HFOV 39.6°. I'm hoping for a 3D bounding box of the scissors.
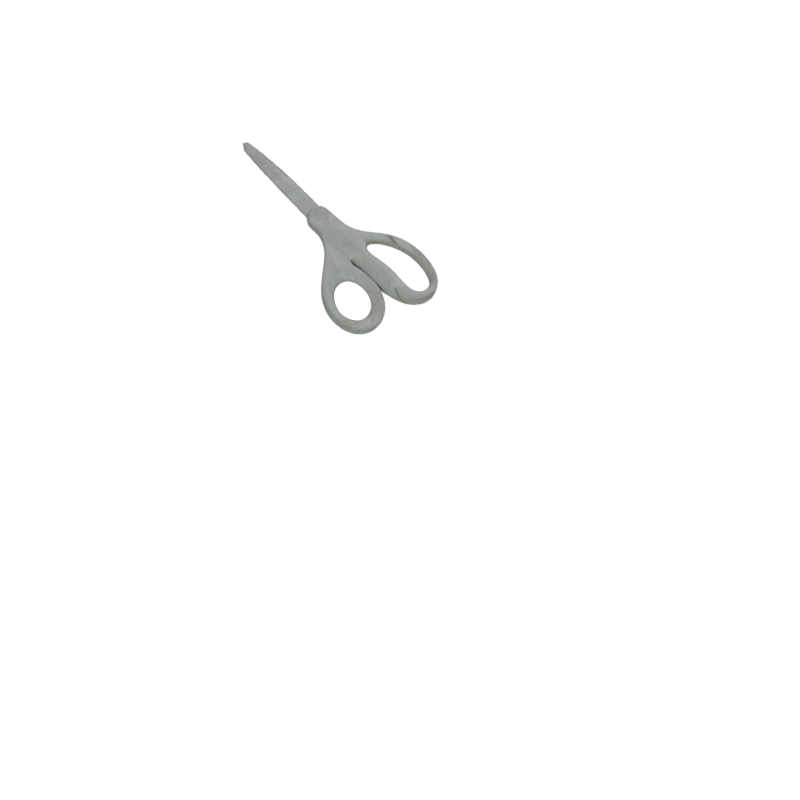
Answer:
[{"bbox_3d":[-0.067,-0.122,0.856,0.210,0.098,0.015,31,-25,17],"label":"scissors"}]
